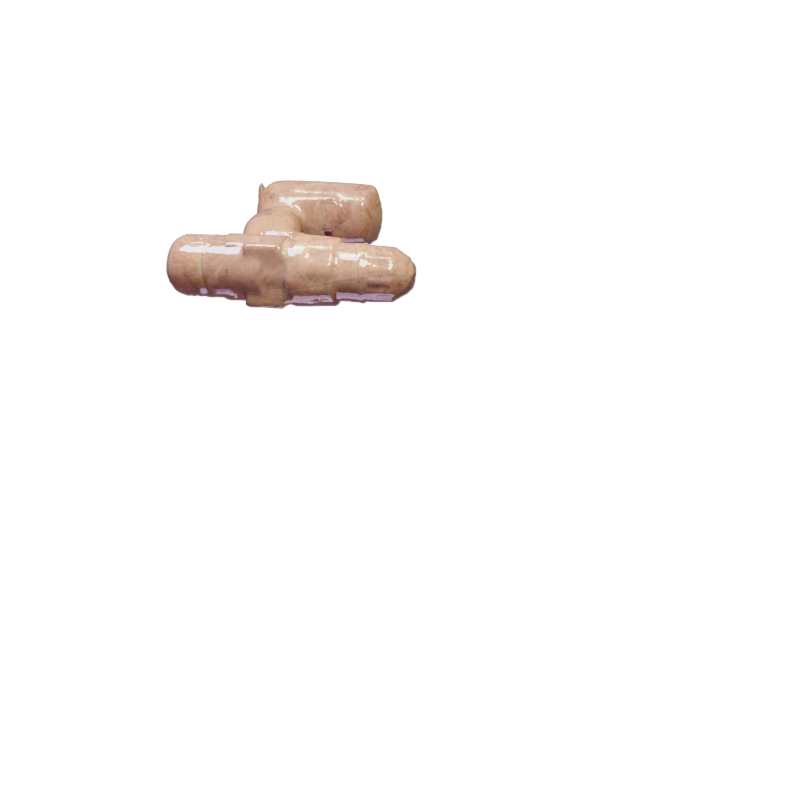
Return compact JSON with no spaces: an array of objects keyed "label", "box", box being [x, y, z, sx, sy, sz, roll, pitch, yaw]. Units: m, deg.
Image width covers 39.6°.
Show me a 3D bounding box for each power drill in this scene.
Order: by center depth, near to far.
[{"label":"power drill","box":[-0.068,-0.123,0.865,0.188,0.055,0.192,5,23,11]}]
